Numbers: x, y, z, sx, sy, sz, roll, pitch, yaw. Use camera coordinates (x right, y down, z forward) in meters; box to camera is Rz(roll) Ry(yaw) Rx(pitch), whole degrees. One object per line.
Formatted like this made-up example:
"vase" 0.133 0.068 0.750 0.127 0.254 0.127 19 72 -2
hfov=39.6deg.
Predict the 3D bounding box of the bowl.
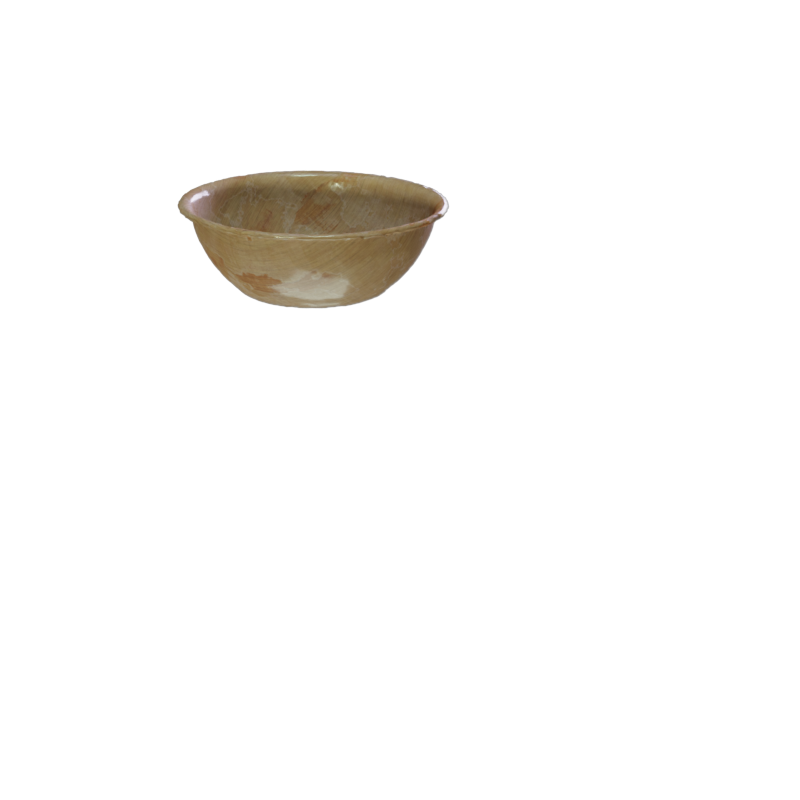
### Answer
"bowl" -0.052 -0.096 0.670 0.162 0.053 0.170 -1 22 -2
